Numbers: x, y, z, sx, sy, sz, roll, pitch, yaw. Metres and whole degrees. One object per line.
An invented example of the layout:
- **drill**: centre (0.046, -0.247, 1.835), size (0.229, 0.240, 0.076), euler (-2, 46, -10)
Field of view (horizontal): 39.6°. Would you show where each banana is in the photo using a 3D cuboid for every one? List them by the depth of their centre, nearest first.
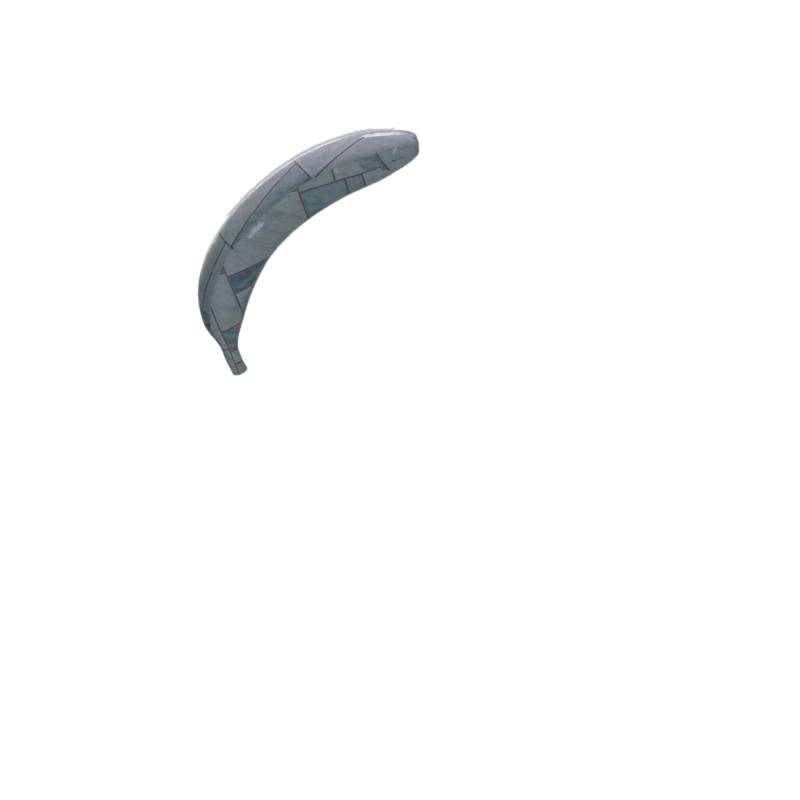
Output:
- **banana**: centre (-0.072, -0.107, 0.702), size (0.067, 0.194, 0.039), euler (35, 20, -16)
